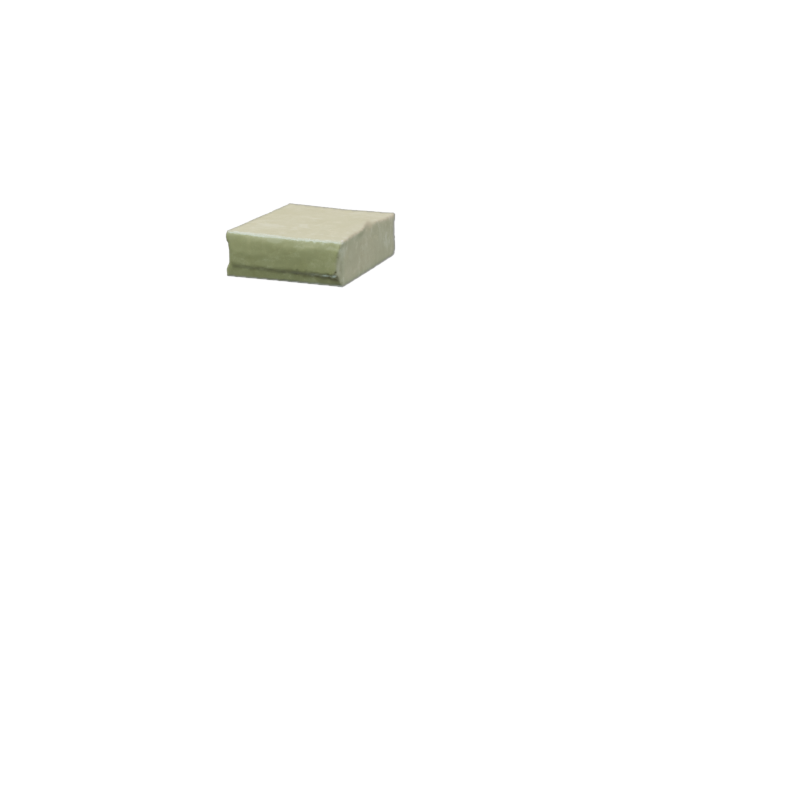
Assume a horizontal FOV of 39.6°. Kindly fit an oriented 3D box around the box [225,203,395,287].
[{"bbox_3d":[-0.052,-0.094,0.658,0.075,0.029,0.090,8,21,20],"label":"box"}]
